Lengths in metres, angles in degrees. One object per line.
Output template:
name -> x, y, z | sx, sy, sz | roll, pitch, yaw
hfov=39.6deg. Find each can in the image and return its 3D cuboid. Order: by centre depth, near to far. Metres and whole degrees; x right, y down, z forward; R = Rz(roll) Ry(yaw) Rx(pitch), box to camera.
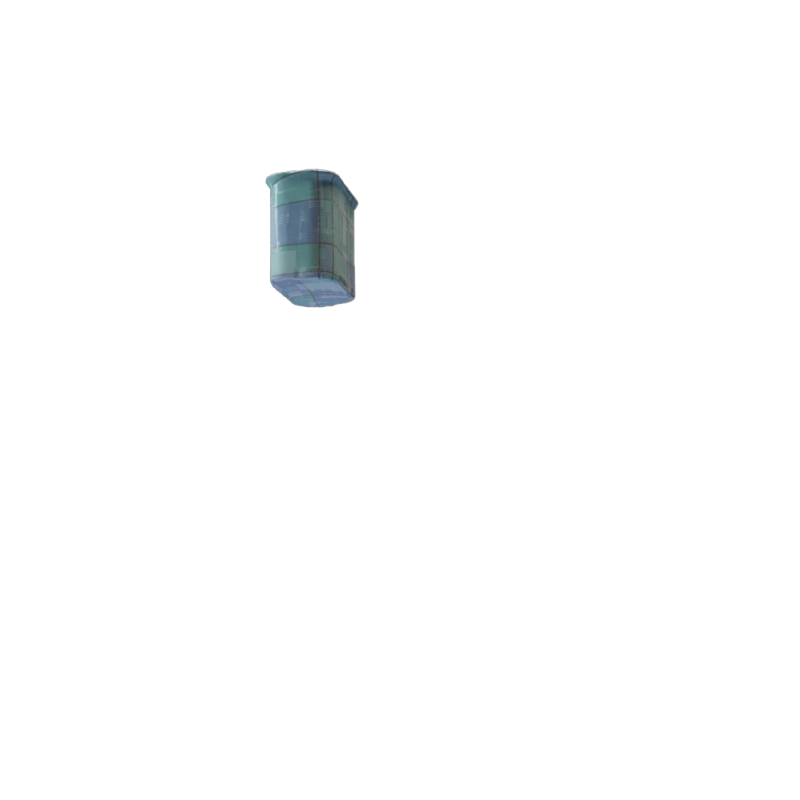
can -> -0.067, -0.123, 0.860 | 0.058, 0.087, 0.097 | -3, -12, 11
